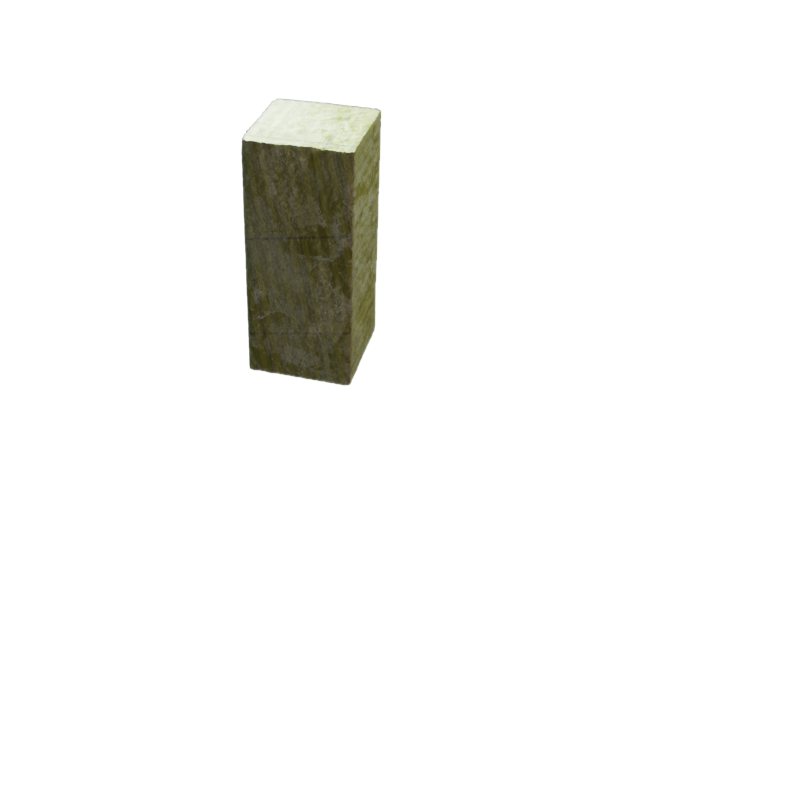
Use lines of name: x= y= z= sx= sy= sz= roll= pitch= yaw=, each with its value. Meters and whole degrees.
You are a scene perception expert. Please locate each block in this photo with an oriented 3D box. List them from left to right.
block: x=-0.071 y=-0.128 z=0.893 sx=0.092 sy=0.194 sz=0.095 roll=9 pitch=32 yaw=10
